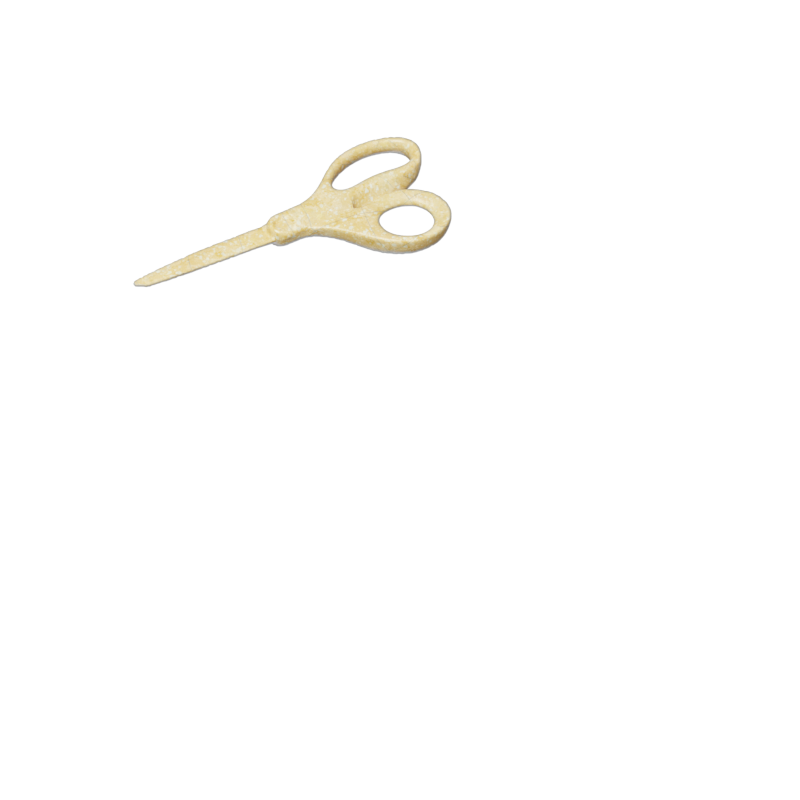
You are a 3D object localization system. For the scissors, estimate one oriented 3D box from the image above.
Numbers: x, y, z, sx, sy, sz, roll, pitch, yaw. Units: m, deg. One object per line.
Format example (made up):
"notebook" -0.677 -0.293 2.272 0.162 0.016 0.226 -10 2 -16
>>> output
"scissors" -0.053 -0.096 0.673 0.203 0.102 0.015 -38 -27 -24
